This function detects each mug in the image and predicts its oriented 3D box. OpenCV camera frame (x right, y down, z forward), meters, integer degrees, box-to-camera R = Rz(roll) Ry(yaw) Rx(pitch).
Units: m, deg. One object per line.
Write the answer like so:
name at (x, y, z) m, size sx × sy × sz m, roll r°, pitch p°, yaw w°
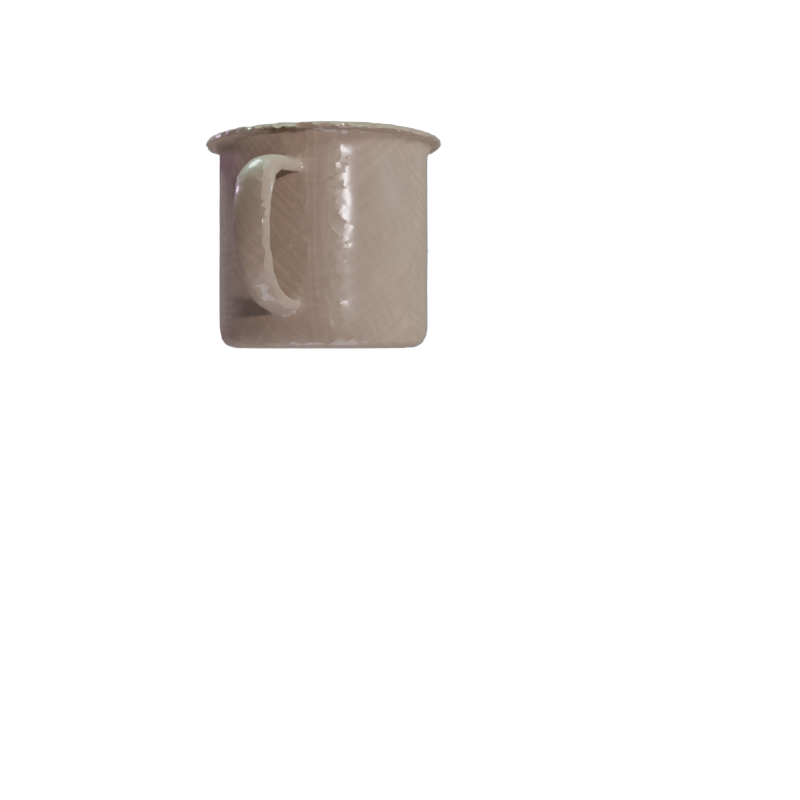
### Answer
mug at (-0.033, -0.061, 0.426) m, size 0.095 × 0.082 × 0.114 m, roll 0°, pitch 1°, yaw 16°
